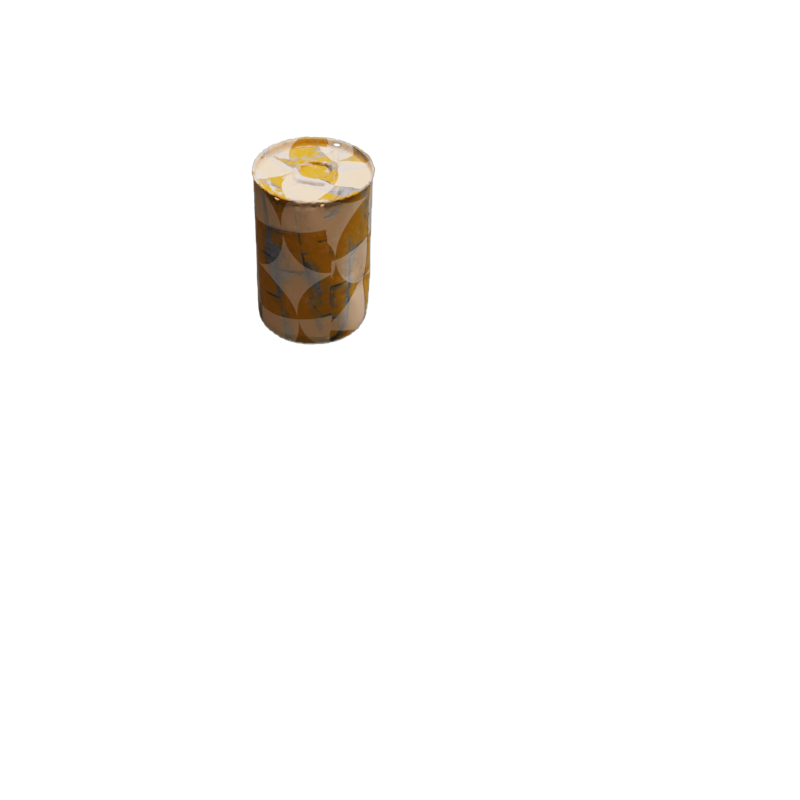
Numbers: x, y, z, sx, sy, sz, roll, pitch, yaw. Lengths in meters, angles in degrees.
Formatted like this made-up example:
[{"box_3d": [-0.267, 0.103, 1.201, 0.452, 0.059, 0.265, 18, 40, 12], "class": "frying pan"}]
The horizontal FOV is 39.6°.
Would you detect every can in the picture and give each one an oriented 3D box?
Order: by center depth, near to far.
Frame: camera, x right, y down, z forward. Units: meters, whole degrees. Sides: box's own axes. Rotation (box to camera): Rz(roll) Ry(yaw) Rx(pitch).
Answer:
[{"box_3d": [-0.050, -0.091, 0.640, 0.068, 0.095, 0.073, 0, 40, -3], "class": "can"}]
